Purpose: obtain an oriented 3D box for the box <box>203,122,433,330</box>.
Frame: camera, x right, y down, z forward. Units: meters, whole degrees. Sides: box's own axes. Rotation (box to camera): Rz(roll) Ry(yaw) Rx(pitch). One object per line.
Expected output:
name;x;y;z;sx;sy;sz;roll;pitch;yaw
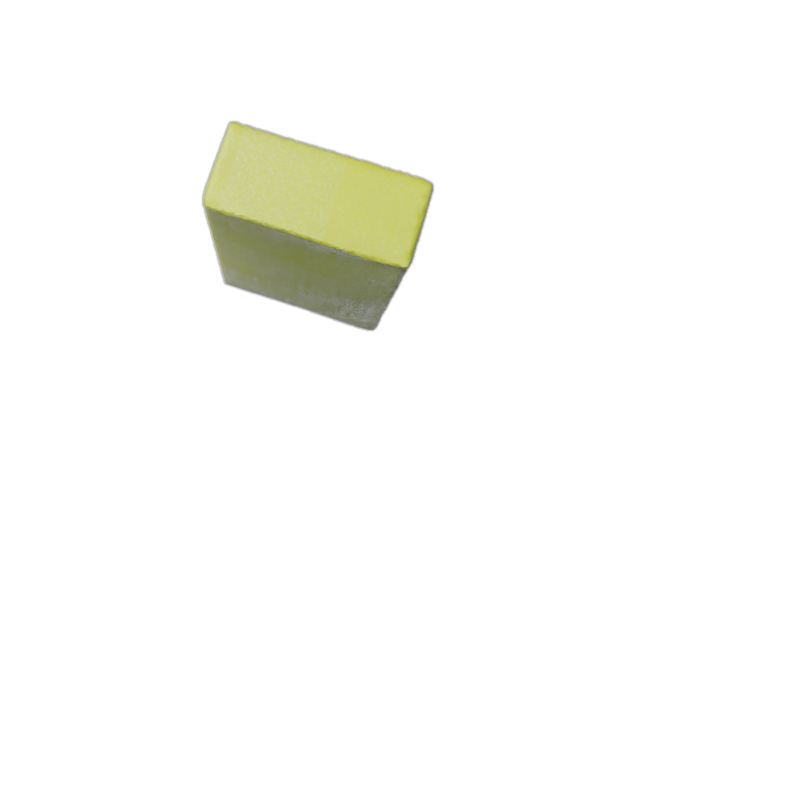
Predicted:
box;-0.043;-0.077;0.544;0.093;0.049;0.173;18;-5;-2
